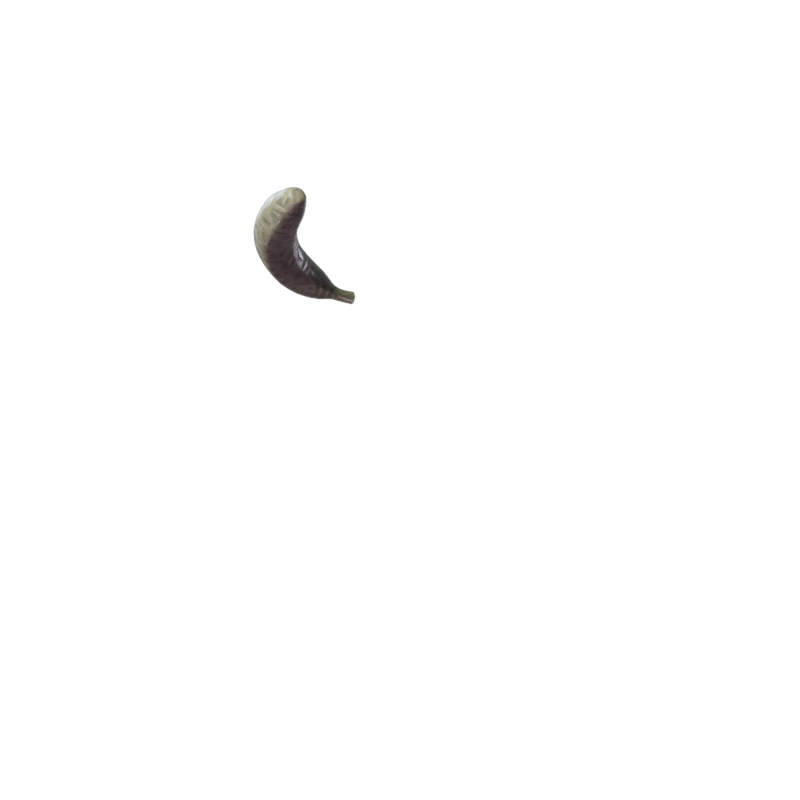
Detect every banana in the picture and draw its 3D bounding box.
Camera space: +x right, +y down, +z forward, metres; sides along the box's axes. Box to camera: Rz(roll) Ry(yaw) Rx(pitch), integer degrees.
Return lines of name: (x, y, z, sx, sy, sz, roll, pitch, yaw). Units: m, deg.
banana: (-0.093, -0.135, 0.970, 0.070, 0.039, 0.185, -5, -21, 11)
